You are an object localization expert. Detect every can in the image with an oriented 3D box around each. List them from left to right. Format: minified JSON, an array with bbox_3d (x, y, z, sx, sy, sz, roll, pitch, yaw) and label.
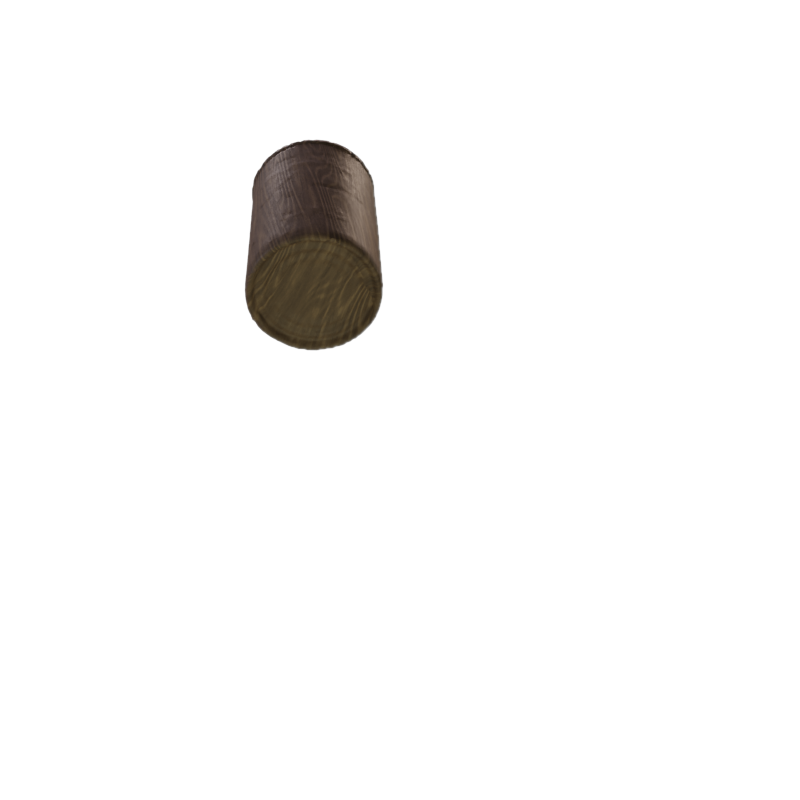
[{"bbox_3d":[-0.045,-0.081,0.569,0.068,0.064,0.109,-1,35,-3],"label":"can"}]
